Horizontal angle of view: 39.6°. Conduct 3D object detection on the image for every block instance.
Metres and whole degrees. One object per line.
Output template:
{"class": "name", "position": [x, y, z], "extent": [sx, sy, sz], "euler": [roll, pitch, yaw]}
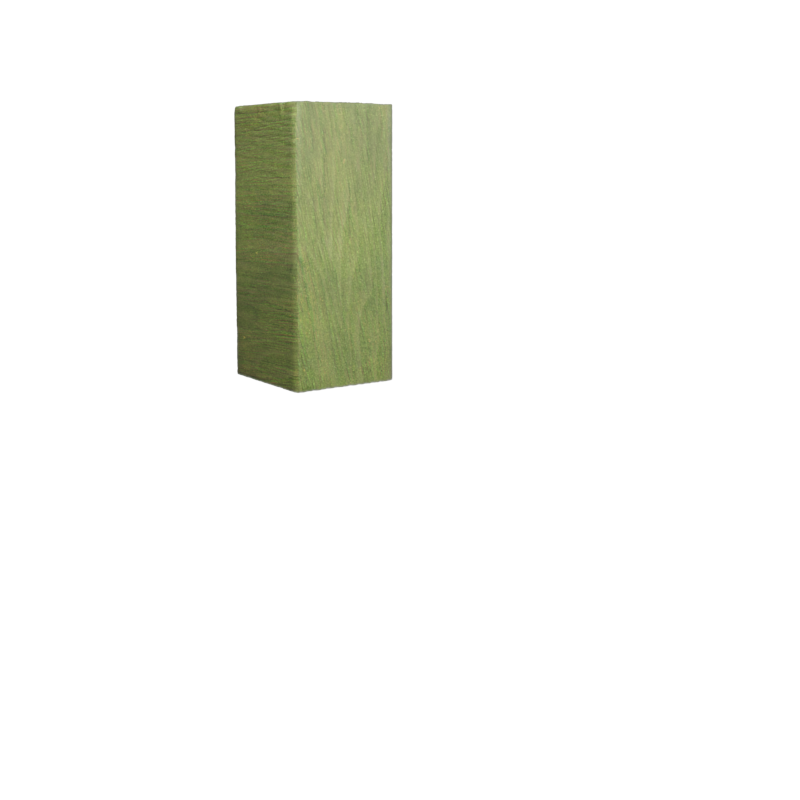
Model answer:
{"class": "block", "position": [-0.066, -0.120, 0.838], "extent": [0.087, 0.204, 0.095], "euler": [-4, 7, -36]}
